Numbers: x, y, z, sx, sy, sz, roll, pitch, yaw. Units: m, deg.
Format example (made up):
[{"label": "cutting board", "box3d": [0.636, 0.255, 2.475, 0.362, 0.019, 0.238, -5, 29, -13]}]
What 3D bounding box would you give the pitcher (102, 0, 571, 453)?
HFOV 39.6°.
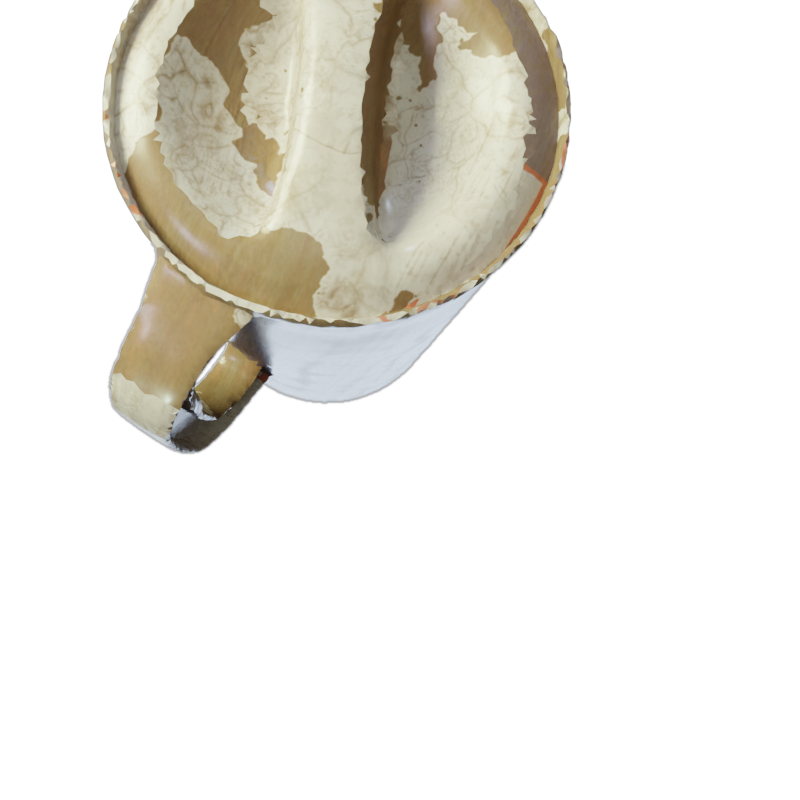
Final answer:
[{"label": "pitcher", "box3d": [-0.033, -0.060, 0.421, 0.148, 0.150, 0.236, -13, -10, -6]}]
